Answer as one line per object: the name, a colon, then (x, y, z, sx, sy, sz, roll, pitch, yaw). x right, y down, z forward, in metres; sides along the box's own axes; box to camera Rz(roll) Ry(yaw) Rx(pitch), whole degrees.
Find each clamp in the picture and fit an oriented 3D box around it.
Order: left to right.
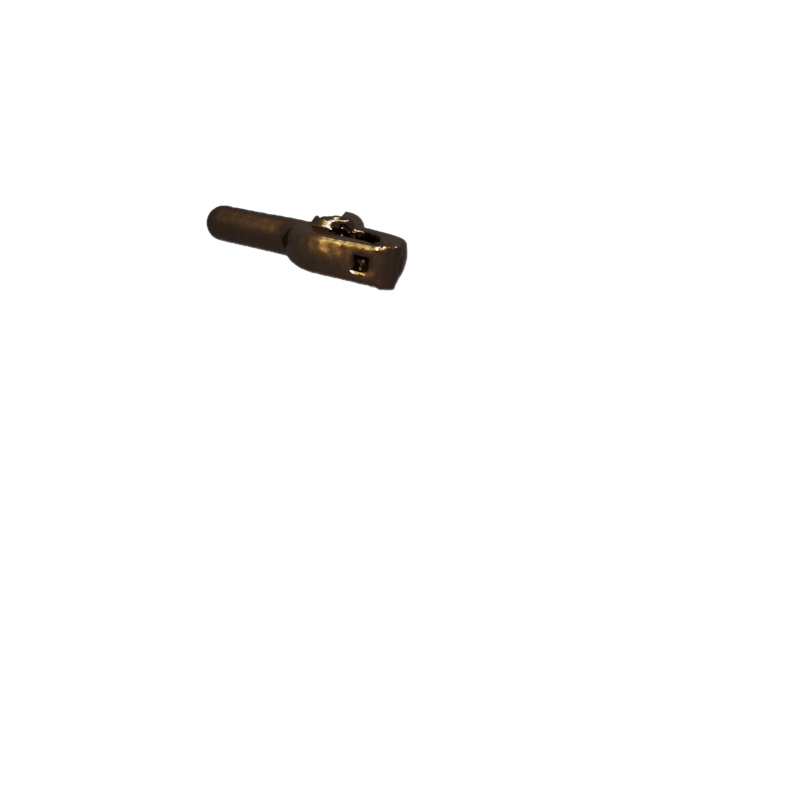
clamp: (-0.058, -0.105, 0.736, 0.118, 0.038, 0.180, -5, 16, -19)
